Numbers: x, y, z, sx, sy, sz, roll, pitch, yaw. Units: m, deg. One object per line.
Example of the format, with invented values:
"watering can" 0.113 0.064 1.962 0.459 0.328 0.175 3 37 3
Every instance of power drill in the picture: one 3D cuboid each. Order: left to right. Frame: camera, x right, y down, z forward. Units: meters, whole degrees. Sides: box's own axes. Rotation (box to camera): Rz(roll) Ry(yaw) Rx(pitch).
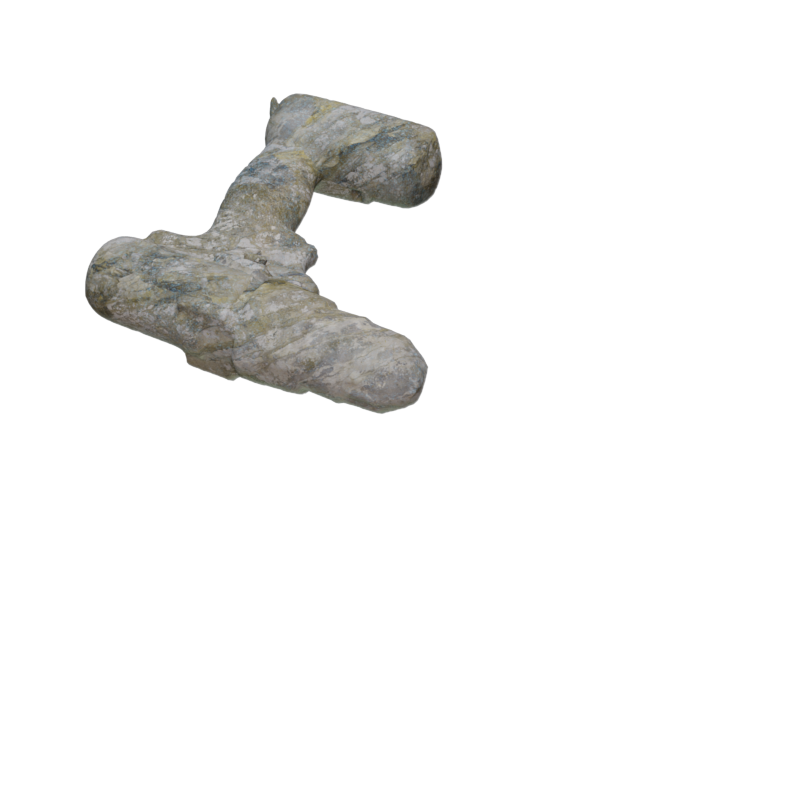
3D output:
"power drill" -0.046 -0.084 0.592 0.191 0.053 0.194 19 48 18
